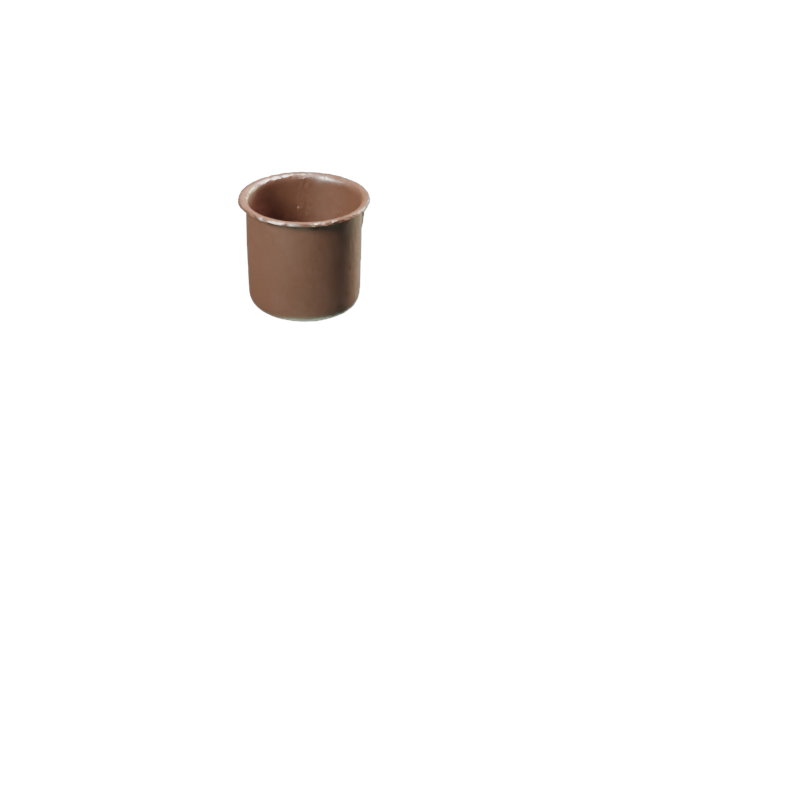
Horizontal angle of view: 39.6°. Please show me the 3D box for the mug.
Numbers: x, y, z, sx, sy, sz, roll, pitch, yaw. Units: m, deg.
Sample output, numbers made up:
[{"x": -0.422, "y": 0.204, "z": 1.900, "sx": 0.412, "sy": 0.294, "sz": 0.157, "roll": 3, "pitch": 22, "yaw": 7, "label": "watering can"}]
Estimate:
[{"x": -0.063, "y": -0.115, "z": 0.807, "sx": 0.098, "sy": 0.077, "sz": 0.119, "roll": 17, "pitch": 35, "yaw": 25, "label": "mug"}]
